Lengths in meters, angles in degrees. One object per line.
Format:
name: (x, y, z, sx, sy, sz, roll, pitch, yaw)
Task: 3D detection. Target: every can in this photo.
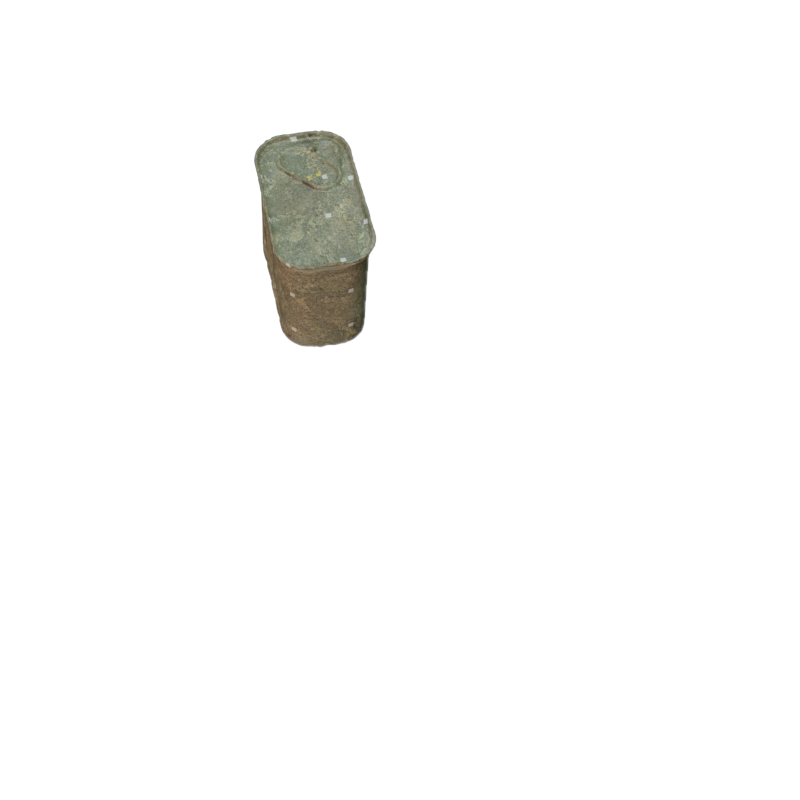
can: (-0.052, -0.094, 0.657, 0.057, 0.110, 0.078, -9, -35, -9)
